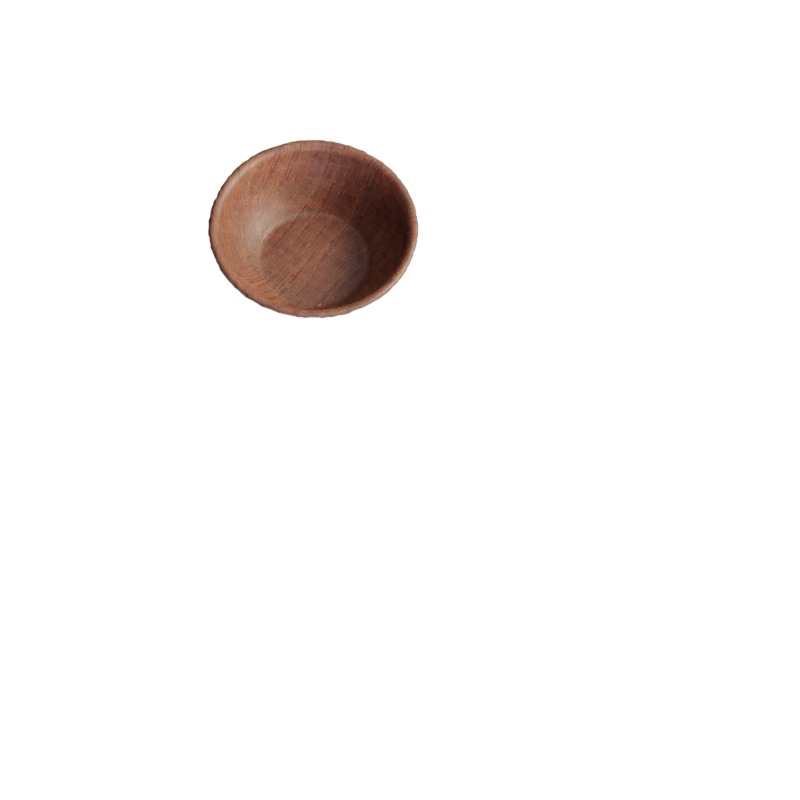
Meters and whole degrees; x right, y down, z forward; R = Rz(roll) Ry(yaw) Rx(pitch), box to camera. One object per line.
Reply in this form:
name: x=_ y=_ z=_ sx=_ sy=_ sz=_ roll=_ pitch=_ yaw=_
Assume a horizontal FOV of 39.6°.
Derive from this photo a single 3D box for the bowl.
bowl: x=-0.068 y=-0.125 z=0.873 sx=0.162 sy=0.173 sz=0.052 roll=-1 pitch=-29 yaw=-1
